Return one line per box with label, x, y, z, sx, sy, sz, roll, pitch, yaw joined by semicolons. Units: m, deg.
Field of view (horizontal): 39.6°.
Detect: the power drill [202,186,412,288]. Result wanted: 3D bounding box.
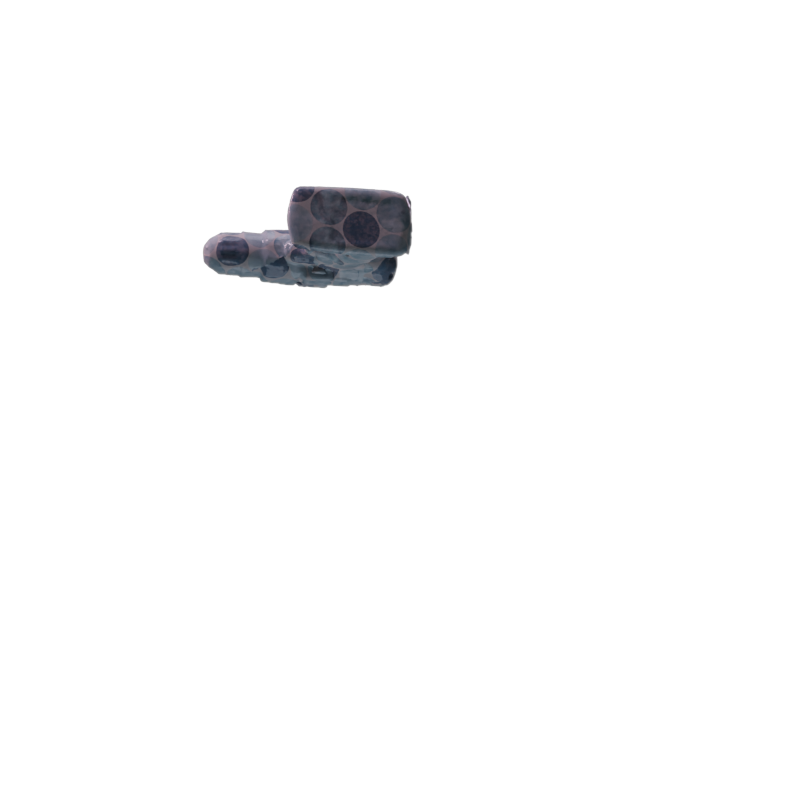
power drill;-0.077;-0.140;0.984;0.181;0.058;0.187;1;-4;-12
